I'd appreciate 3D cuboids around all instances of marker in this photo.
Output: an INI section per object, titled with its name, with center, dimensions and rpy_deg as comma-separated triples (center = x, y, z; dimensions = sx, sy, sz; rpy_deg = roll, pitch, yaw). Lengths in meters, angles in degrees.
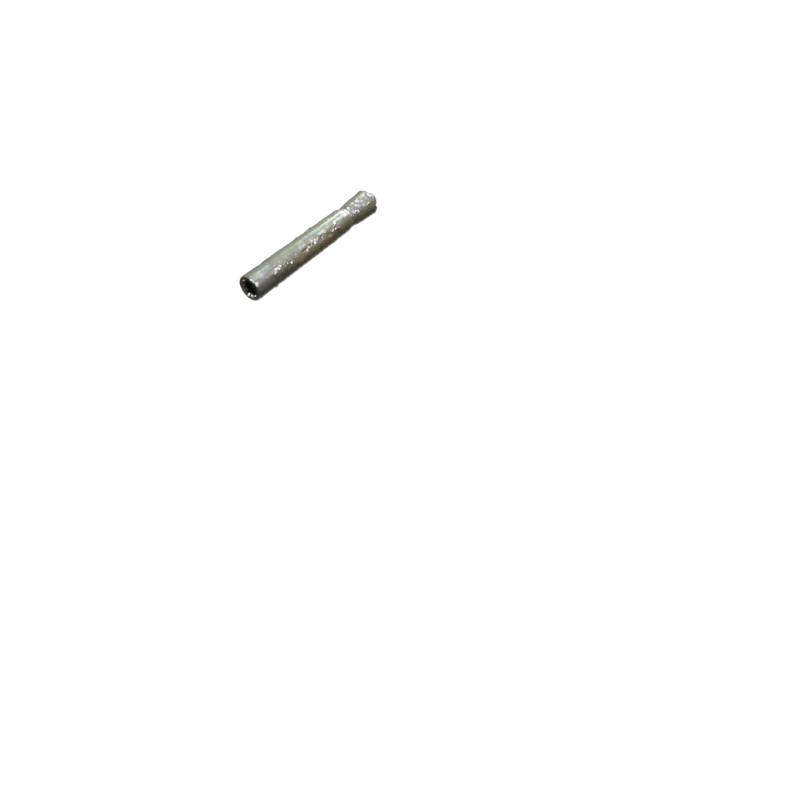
[marker]
center = -0.058, -0.106, 0.739
dimensions = 0.021, 0.019, 0.122
rpy_deg = 4, 37, 48
